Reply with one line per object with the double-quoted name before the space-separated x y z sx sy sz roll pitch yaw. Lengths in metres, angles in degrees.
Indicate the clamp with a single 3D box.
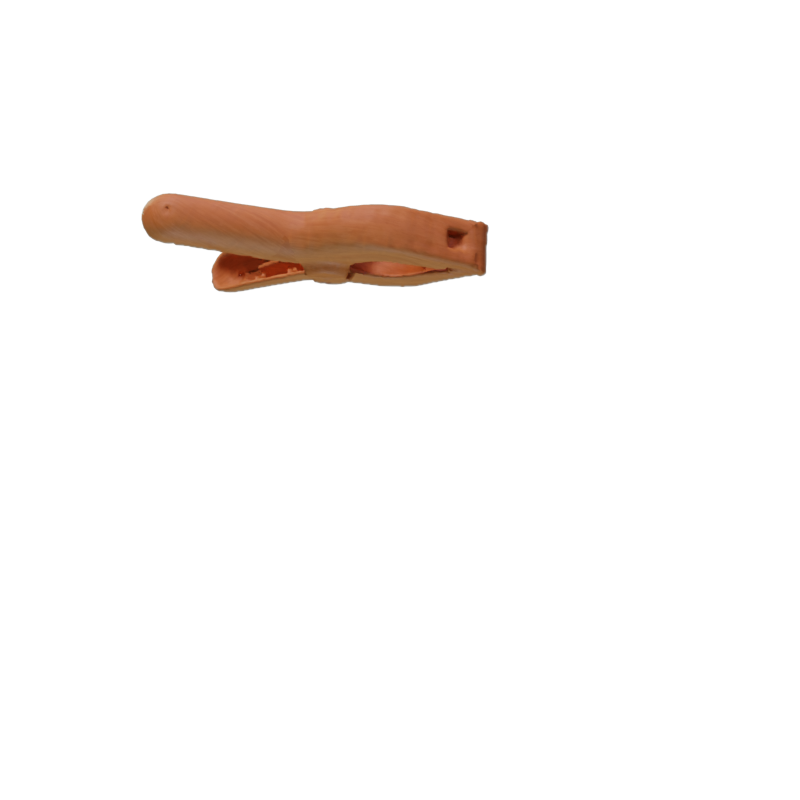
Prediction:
"clamp" -0.045 -0.082 0.572 0.175 0.040 0.115 -2 -5 21
